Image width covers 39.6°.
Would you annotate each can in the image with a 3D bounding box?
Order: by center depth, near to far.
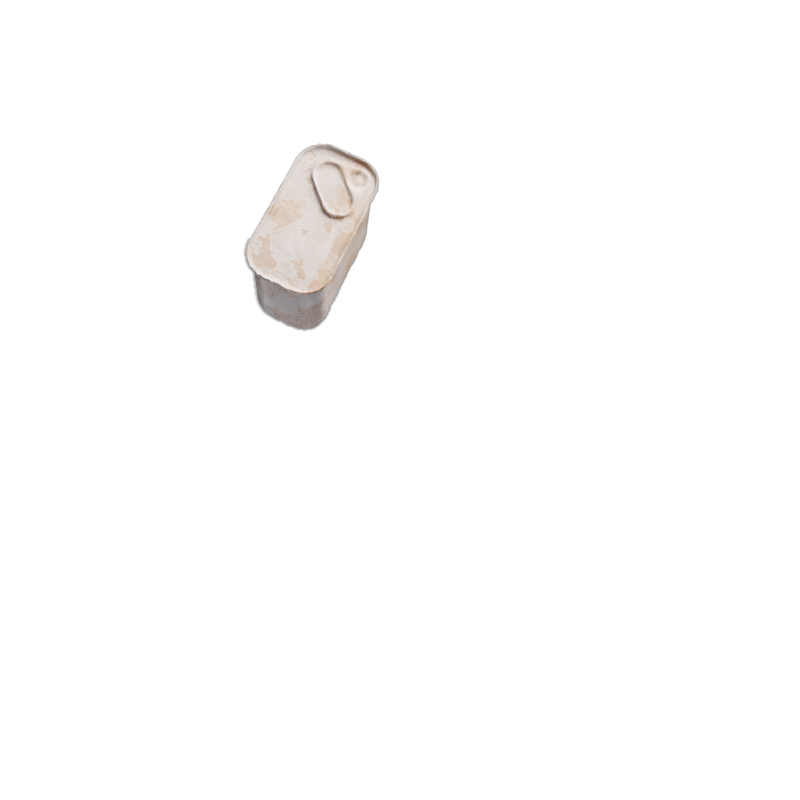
[{"bbox_3d":[-0.057,-0.105,0.733,0.058,0.105,0.080,25,-18,5],"label":"can"}]
